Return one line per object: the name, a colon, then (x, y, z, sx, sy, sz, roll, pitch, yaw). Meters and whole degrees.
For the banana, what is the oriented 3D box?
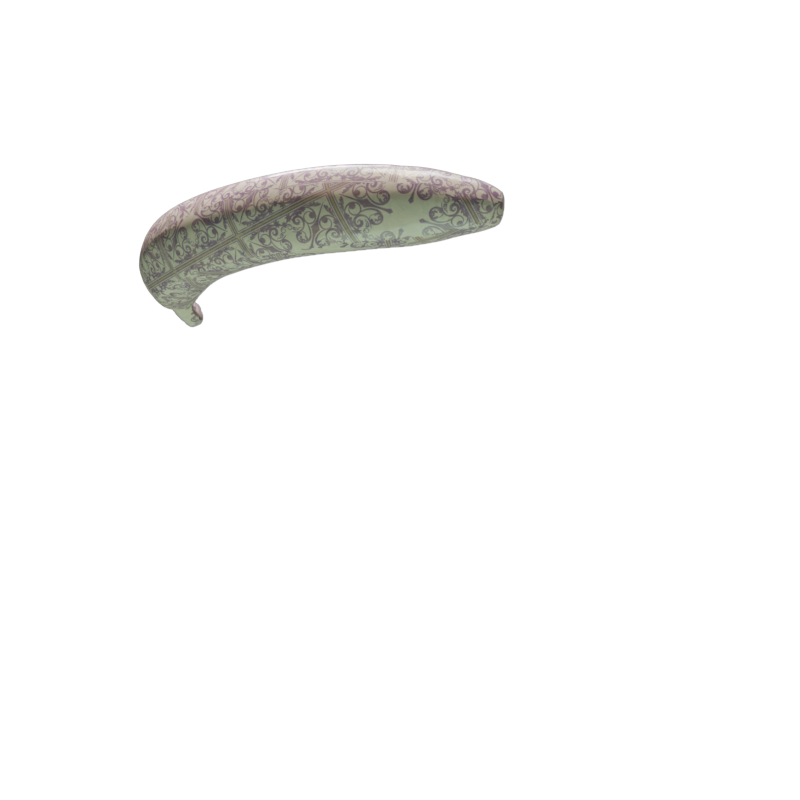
banana: (-0.053, -0.070, 0.470, 0.202, 0.038, 0.066, -10, -16, 42)
